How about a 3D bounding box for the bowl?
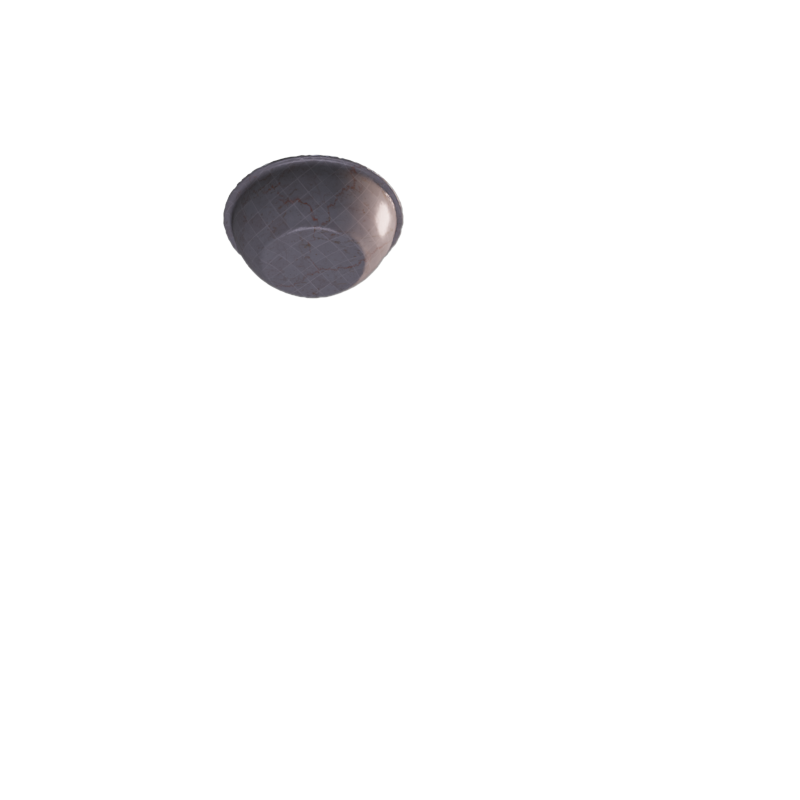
[{"bbox_3d":[-0.076,-0.139,0.977,0.162,0.059,0.151,1,-39,-1],"label":"bowl"}]
